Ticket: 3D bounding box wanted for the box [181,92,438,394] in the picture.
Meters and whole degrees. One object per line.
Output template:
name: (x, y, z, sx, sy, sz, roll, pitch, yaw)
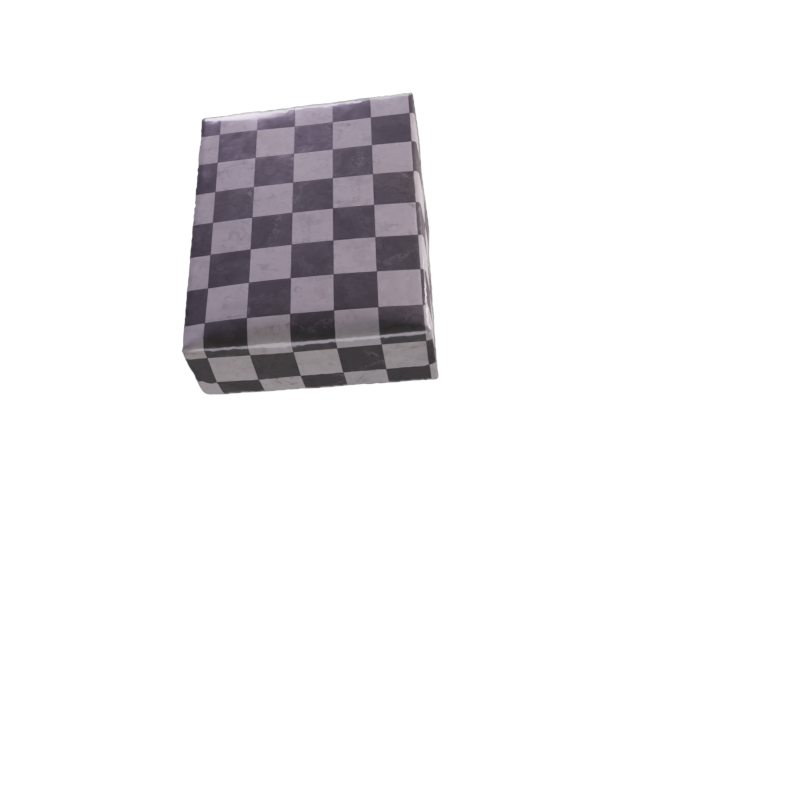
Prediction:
box: (-0.062, -0.113, 0.792, 0.165, 0.229, 0.066, -6, -36, 6)
